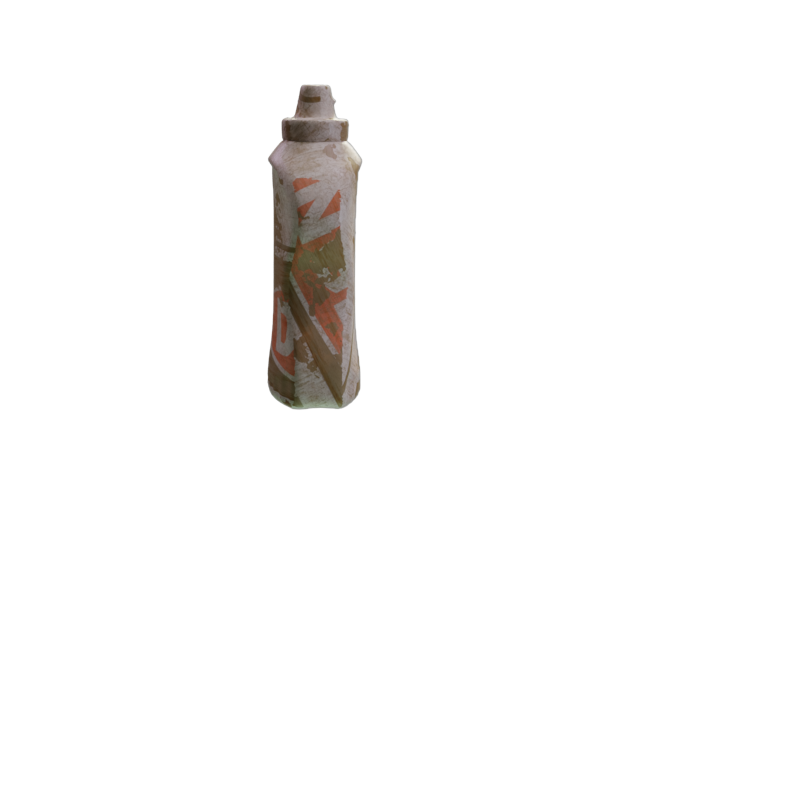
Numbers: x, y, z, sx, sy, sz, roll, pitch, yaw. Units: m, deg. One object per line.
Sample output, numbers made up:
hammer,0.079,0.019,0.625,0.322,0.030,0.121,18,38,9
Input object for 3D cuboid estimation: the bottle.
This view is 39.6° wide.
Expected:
bottle,-0.053,-0.098,0.684,0.058,0.188,0.099,0,9,-5
